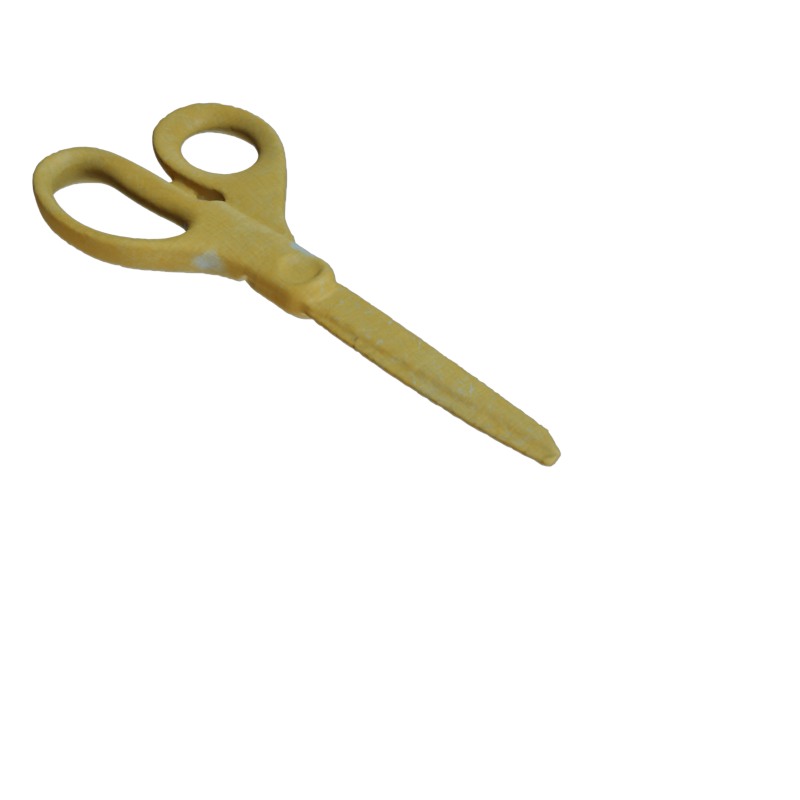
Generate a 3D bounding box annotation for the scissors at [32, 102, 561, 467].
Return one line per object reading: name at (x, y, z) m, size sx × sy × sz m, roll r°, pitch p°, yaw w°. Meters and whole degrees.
scissors at (-0.028, -0.052, 0.362) m, size 0.210 × 0.015 × 0.099 m, roll 22°, pitch 49°, yaw 20°
